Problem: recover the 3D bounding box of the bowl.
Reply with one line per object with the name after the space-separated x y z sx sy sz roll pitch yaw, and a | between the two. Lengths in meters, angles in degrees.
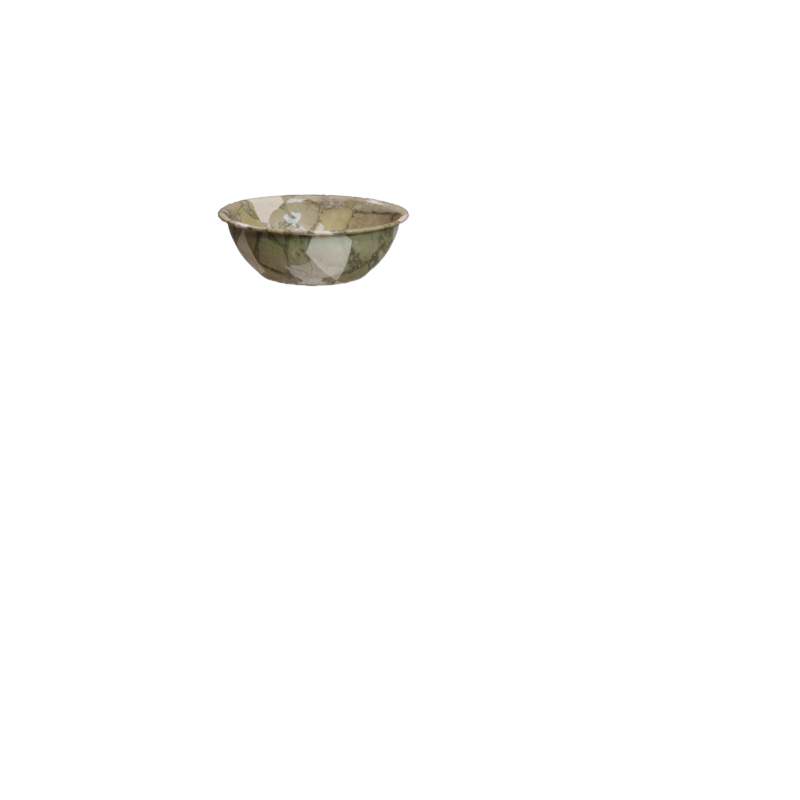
-0.074 -0.135 0.943 0.162 0.053 0.169 -1 19 -2 | bowl
